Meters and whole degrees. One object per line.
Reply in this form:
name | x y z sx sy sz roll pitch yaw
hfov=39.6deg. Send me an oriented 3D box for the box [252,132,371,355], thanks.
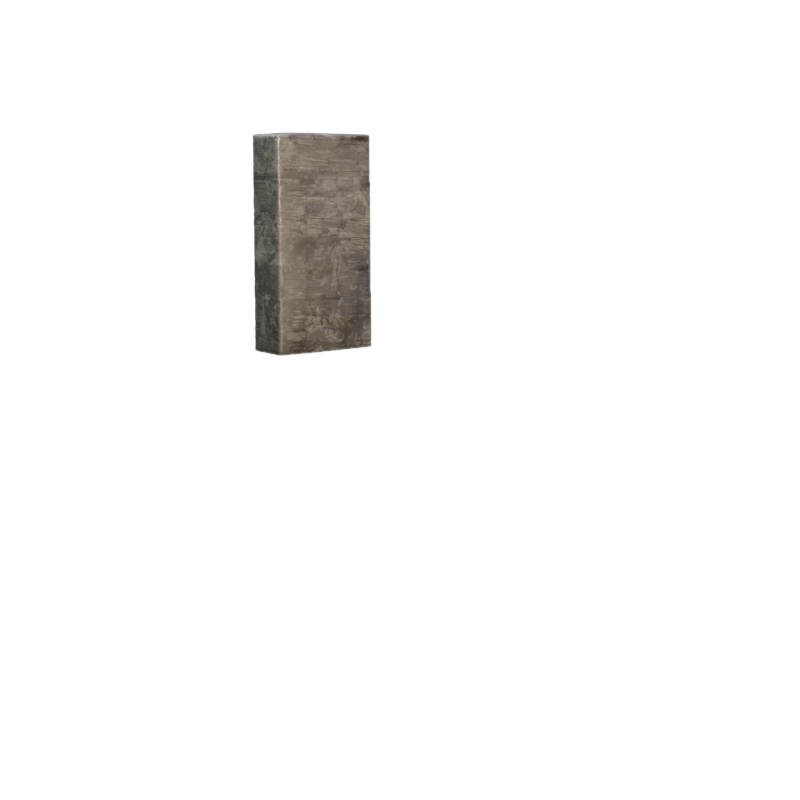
box | -0.071 -0.129 0.904 0.090 0.174 0.050 -4 7 -35
